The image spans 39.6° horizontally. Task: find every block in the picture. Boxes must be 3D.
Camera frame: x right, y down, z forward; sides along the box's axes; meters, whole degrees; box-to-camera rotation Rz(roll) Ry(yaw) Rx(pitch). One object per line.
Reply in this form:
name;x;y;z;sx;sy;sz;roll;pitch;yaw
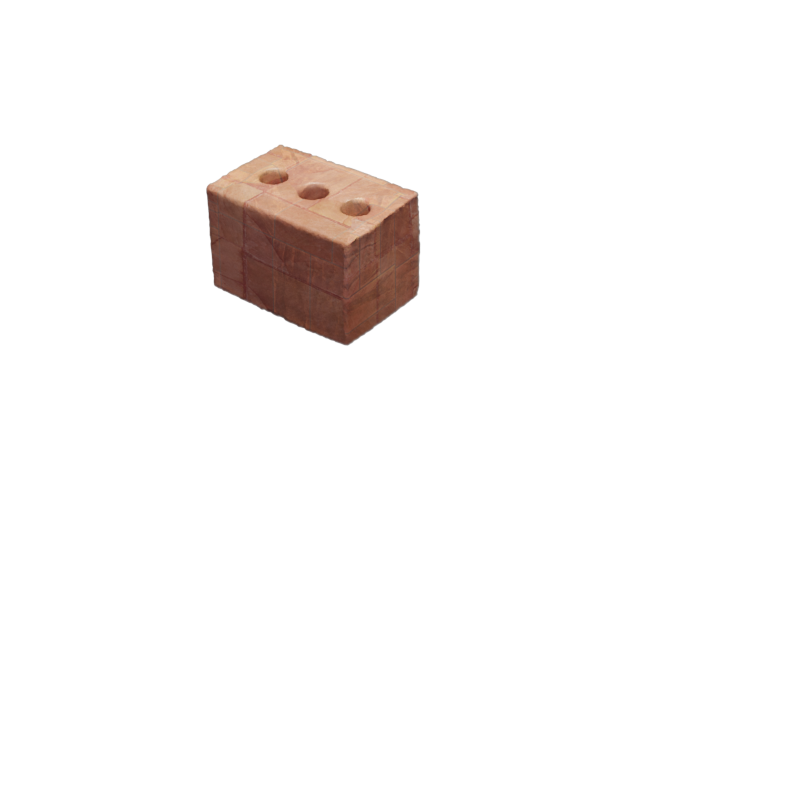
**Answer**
block;-0.037;-0.068;0.476;0.082;0.048;0.053;24;41;29
